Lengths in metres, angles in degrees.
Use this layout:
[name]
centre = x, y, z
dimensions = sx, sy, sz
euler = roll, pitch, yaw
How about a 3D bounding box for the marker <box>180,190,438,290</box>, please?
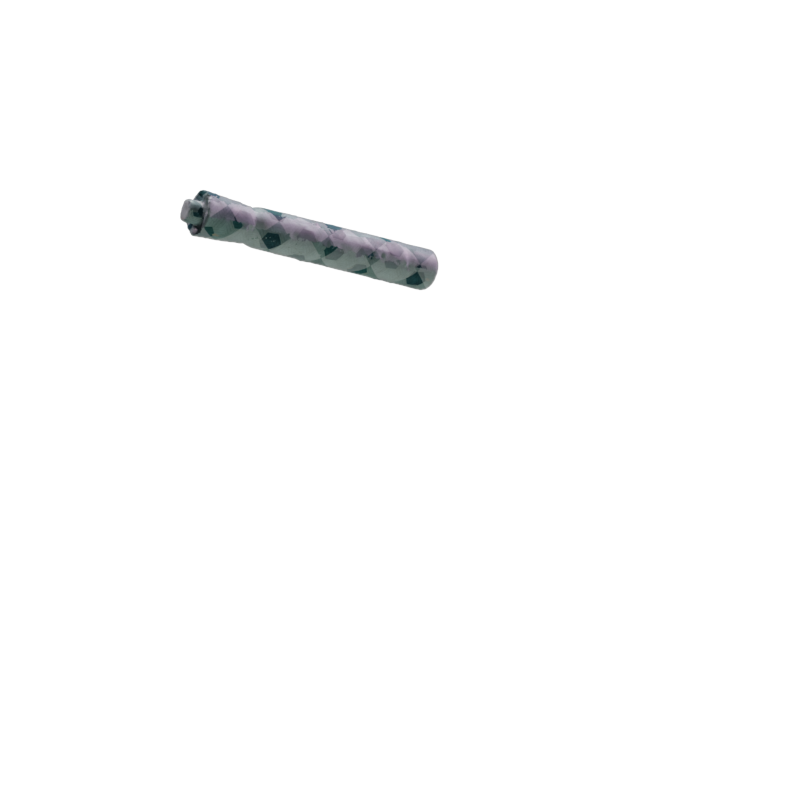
[marker]
centre = -0.036, -0.066, 0.464
dimensions = 0.115, 0.020, 0.020
euler = 10, -2, -33
